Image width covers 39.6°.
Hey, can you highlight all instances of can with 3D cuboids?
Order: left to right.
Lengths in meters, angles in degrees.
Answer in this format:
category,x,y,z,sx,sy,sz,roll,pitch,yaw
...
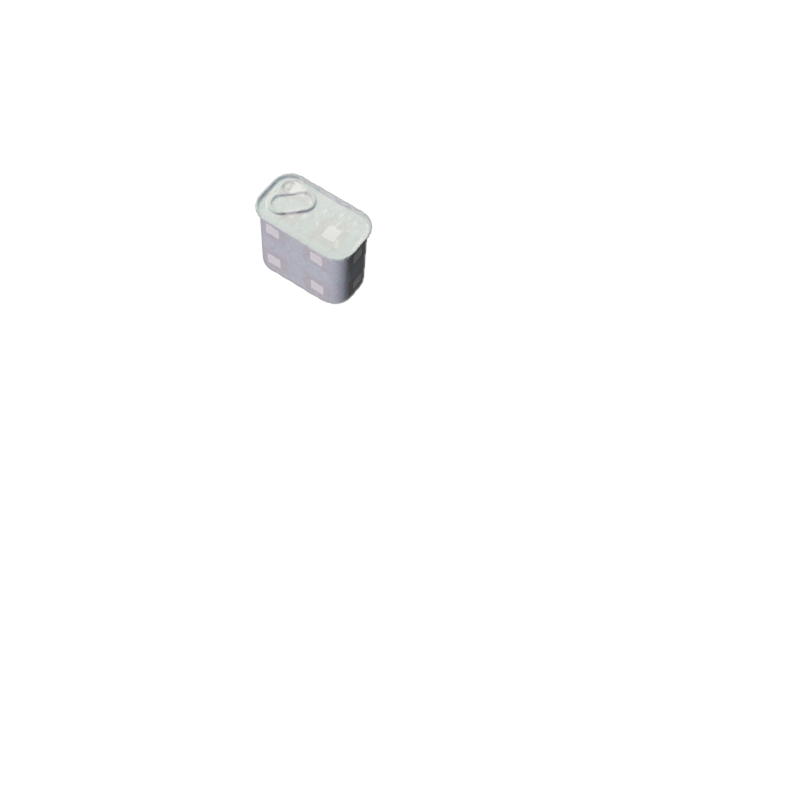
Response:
category,x,y,z,sx,sy,sz,roll,pitch,yaw
can,-0.078,-0.141,0.989,0.106,0.059,0.079,33,-26,16
